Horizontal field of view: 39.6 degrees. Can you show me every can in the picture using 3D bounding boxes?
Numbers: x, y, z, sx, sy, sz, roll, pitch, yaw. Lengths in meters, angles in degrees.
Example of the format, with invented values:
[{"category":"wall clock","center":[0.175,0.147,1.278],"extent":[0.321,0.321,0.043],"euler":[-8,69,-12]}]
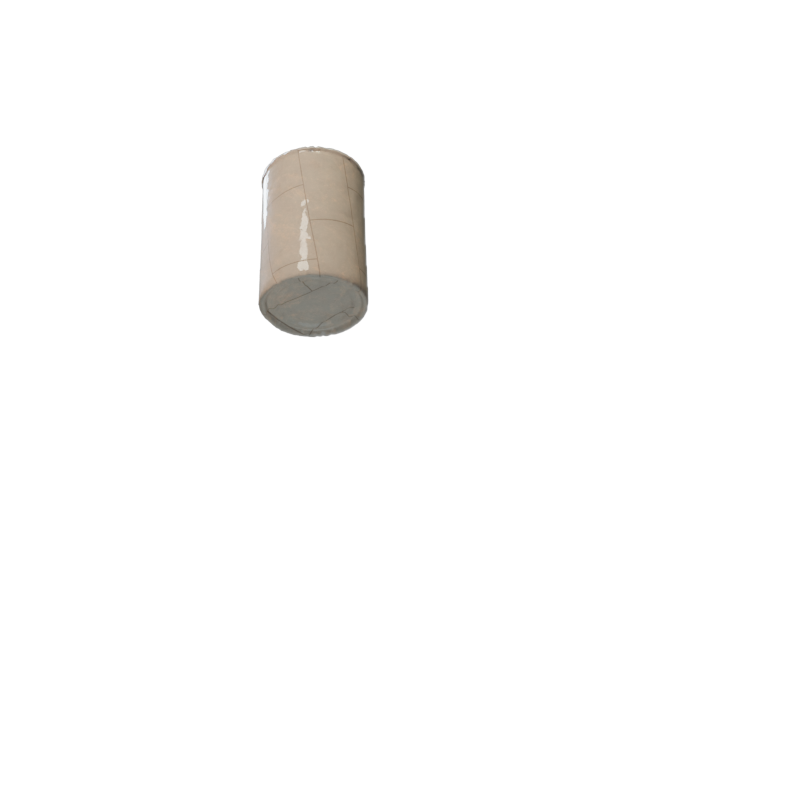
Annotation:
[{"category":"can","center":[-0.055,-0.100,0.698],"extent":[0.068,0.109,0.064],"euler":[-1,-35,-2]}]
